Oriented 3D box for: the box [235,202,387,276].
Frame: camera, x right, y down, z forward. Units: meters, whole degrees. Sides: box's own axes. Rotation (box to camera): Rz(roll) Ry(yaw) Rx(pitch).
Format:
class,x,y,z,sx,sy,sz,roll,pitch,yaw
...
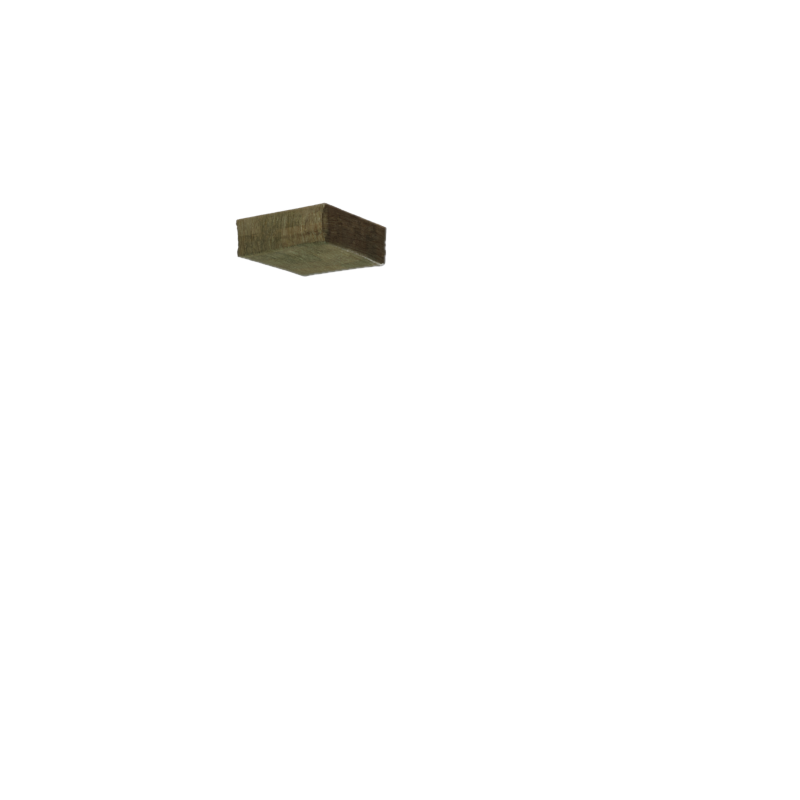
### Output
class,x,y,z,sx,sy,sz,roll,pitch,yaw
box,-0.075,-0.138,0.965,0.092,0.040,0.108,-4,-8,29
